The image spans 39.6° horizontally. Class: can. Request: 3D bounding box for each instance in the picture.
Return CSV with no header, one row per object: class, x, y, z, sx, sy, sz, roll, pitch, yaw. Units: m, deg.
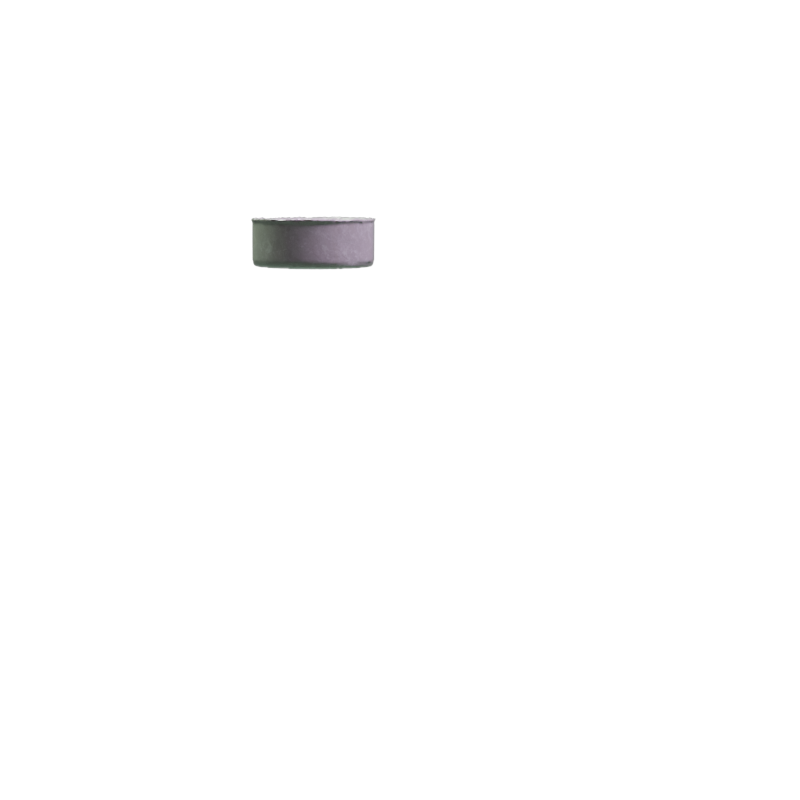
can,-0.060,-0.110,0.768,0.086,0.033,0.087,0,9,-2
